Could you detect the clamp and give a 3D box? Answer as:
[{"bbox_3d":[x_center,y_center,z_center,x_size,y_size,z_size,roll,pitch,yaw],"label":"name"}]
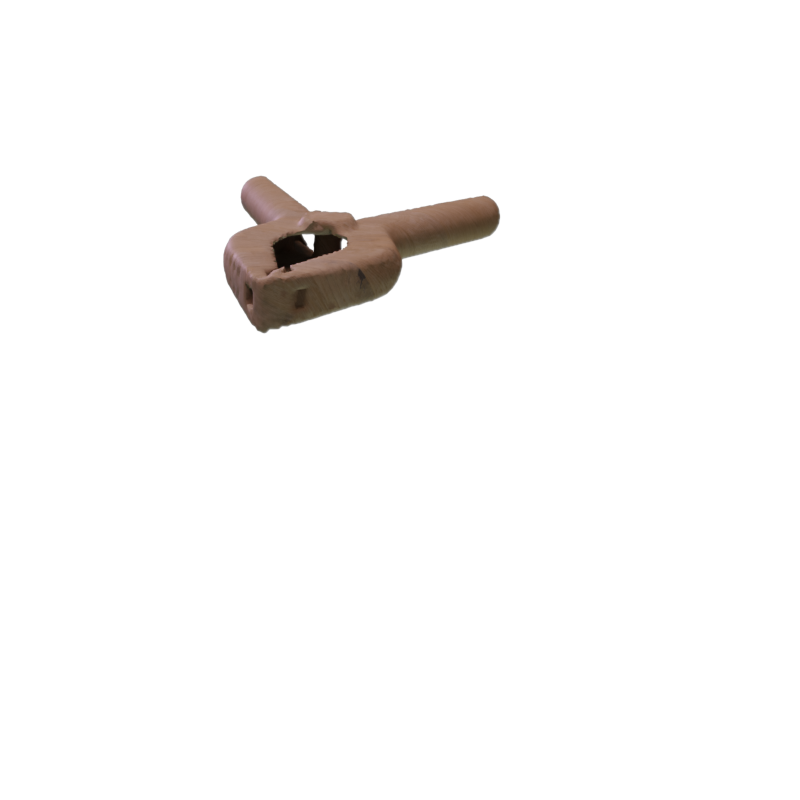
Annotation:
[{"bbox_3d":[-0.049,-0.089,0.620,0.170,0.035,0.213,9,25,19],"label":"clamp"}]
